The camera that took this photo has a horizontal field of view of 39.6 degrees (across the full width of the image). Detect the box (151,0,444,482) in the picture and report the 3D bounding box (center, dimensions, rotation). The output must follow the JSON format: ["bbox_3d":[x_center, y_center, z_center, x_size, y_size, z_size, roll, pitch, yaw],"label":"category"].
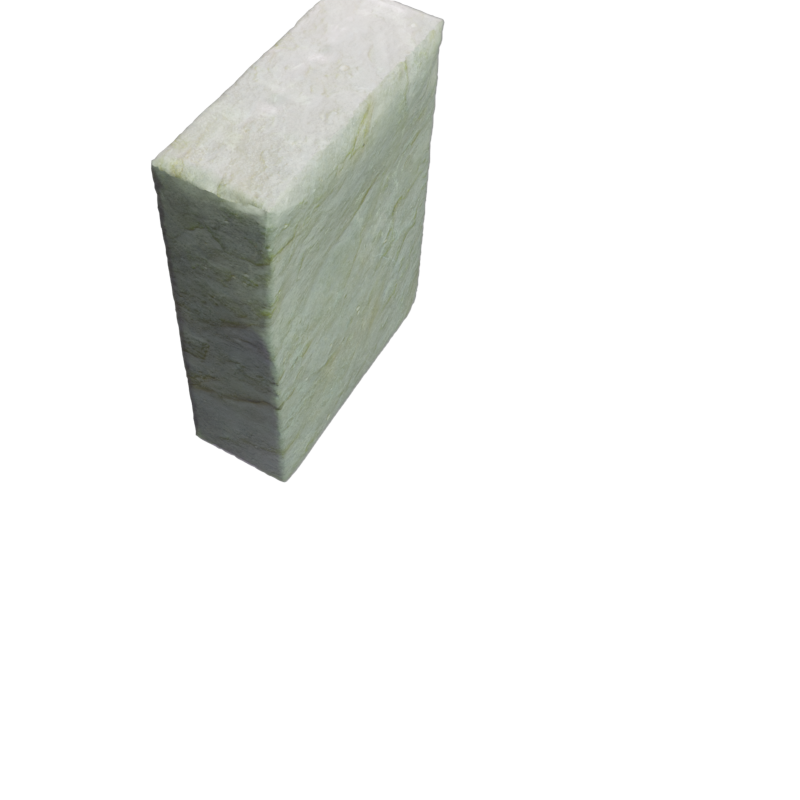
[{"bbox_3d":[-0.046,-0.084,0.588,0.075,0.169,0.199,24,-36,15],"label":"box"}]
